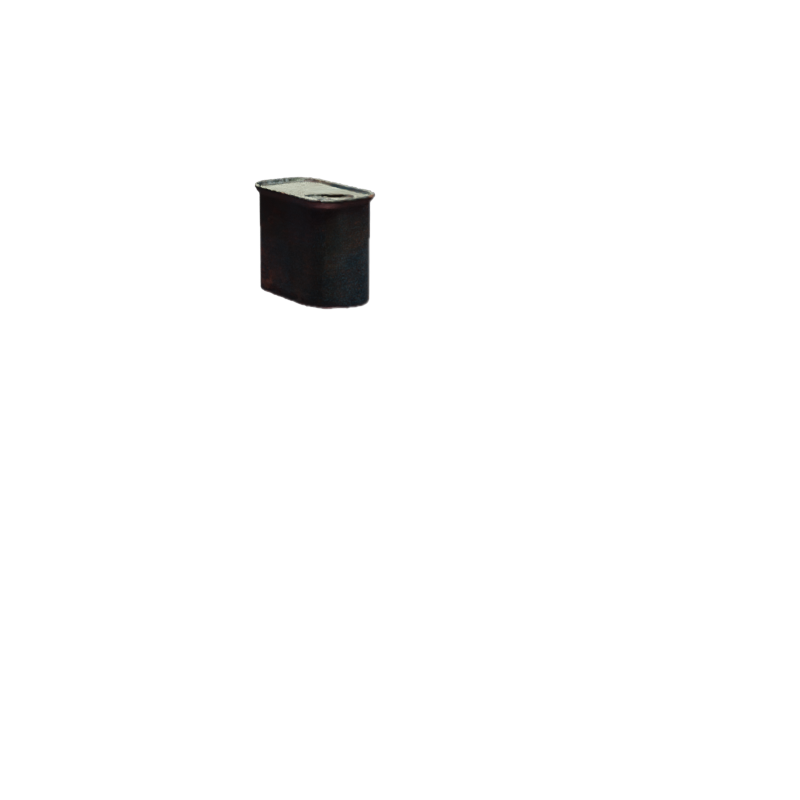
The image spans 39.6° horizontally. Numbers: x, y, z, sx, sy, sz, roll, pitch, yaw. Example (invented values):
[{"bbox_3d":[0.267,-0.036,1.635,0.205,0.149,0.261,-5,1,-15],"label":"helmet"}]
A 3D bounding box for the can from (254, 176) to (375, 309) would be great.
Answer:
[{"bbox_3d":[-0.066,-0.120,0.840,0.056,0.081,0.108,-11,20,-36],"label":"can"}]
